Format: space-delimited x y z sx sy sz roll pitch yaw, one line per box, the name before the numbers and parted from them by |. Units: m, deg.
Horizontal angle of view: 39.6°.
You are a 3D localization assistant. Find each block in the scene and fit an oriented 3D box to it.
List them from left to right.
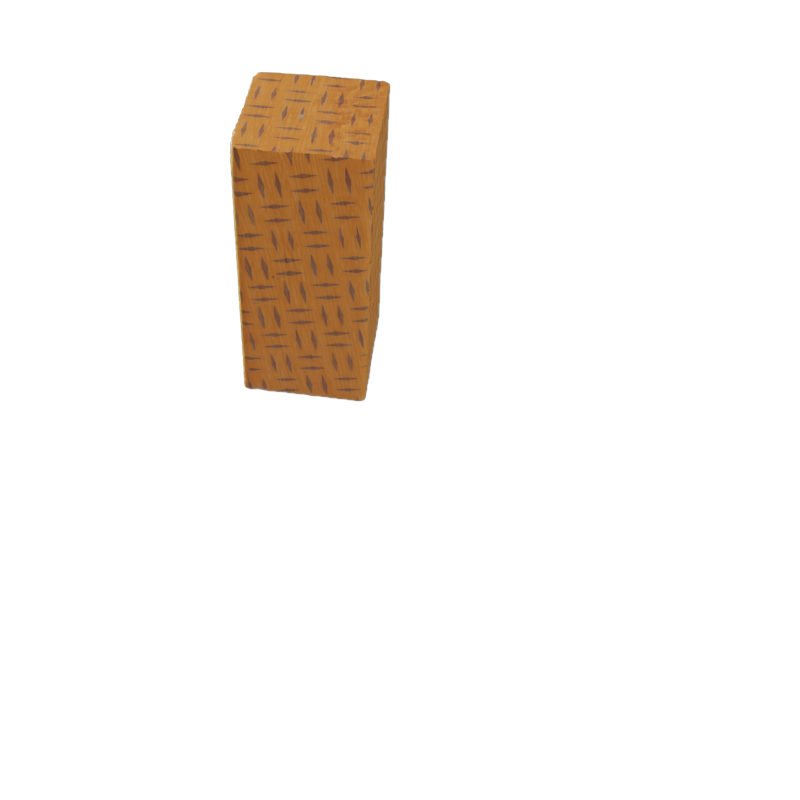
block | -0.059 -0.107 0.745 0.091 0.192 0.096 6 44 3
